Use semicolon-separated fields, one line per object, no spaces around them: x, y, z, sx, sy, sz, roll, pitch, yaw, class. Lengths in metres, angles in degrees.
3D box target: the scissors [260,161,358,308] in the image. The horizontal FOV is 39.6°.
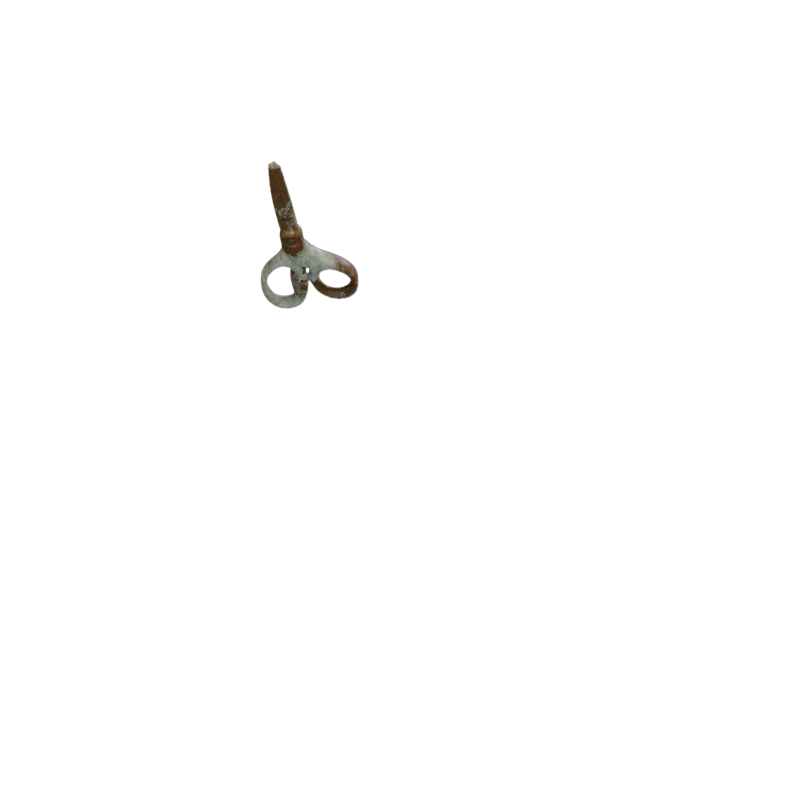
-0.073;-0.134;0.938;0.095;0.017;0.191;5;-29;-10;scissors
